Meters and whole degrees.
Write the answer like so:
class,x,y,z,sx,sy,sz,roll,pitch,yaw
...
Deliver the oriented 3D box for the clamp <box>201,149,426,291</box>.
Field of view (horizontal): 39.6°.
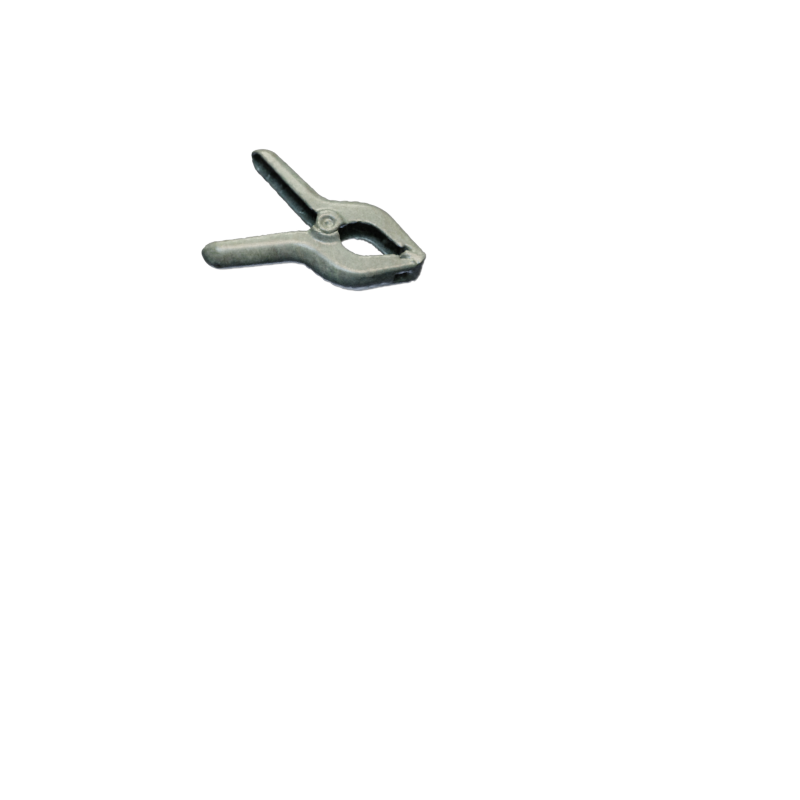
class,x,y,z,sx,sy,sz,roll,pitch,yaw
clamp,-0.069,-0.125,0.878,0.177,0.124,0.037,25,-26,13
